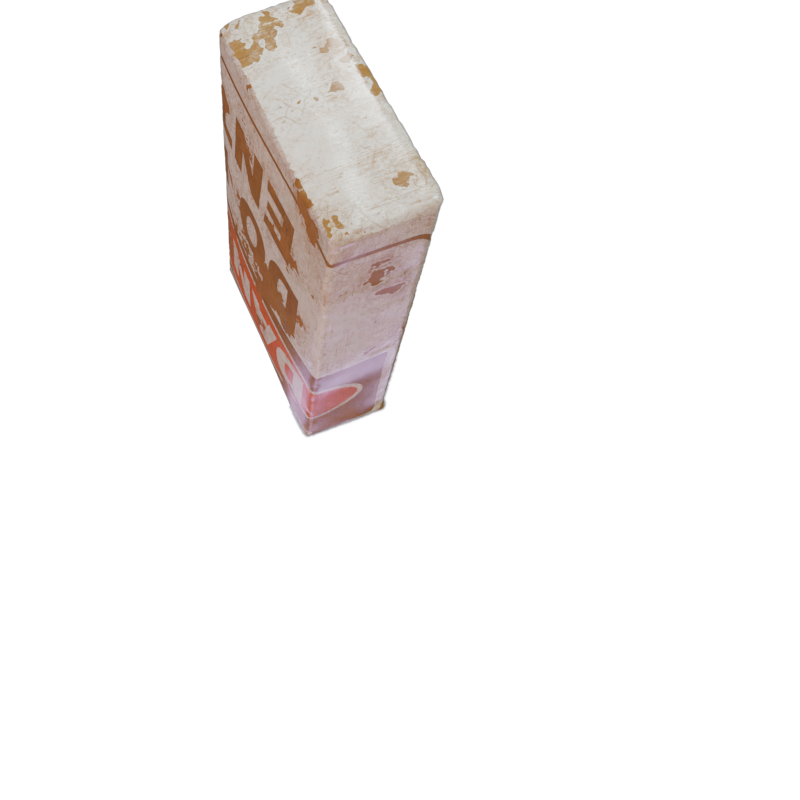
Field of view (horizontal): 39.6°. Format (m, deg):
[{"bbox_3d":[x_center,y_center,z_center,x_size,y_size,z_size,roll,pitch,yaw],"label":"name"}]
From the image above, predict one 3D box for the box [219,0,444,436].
[{"bbox_3d":[-0.033,-0.060,0.423,0.048,0.099,0.167,-22,-20,-12],"label":"box"}]
